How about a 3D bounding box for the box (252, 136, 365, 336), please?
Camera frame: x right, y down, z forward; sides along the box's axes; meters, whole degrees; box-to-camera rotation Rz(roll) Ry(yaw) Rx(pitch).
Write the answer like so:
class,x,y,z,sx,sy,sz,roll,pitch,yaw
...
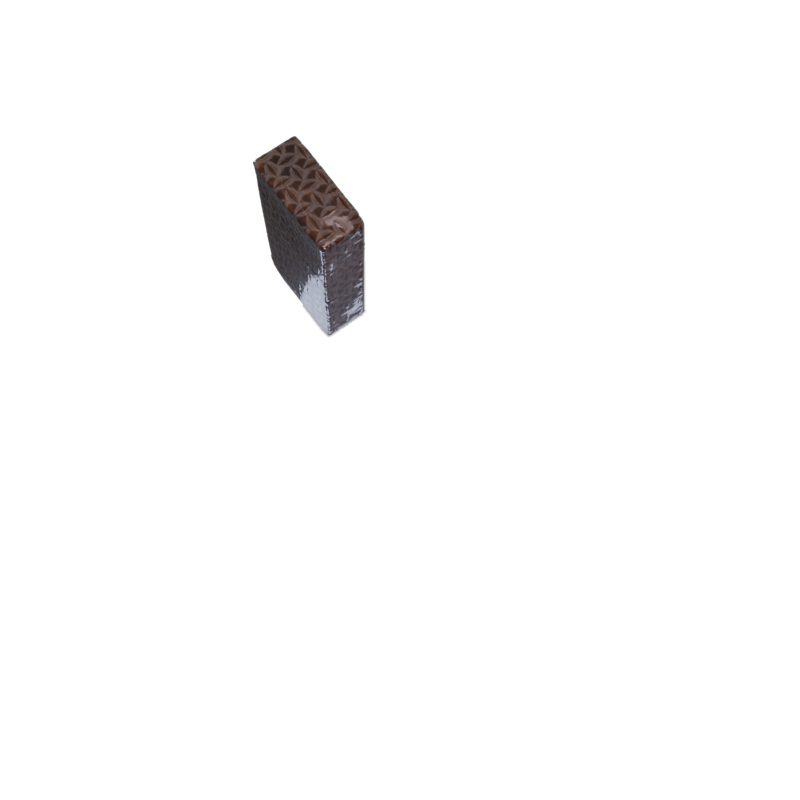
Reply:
class,x,y,z,sx,sy,sz,roll,pitch,yaw
box,-0.068,-0.125,0.878,0.048,0.098,0.168,-33,-15,-14
